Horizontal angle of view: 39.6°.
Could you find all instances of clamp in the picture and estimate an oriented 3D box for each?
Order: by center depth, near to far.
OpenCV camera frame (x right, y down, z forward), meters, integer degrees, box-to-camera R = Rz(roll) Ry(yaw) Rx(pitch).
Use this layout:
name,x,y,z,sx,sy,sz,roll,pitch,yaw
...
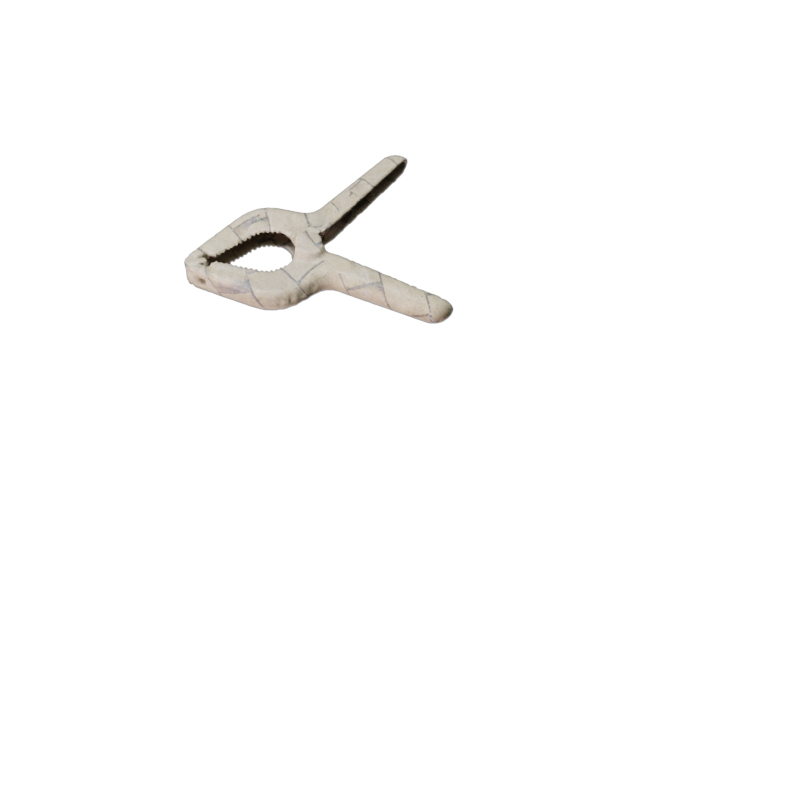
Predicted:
name,x,y,z,sx,sy,sz,roll,pitch,yaw
clamp,-0.071,-0.130,0.911,0.209,0.176,0.034,-4,-33,-3
